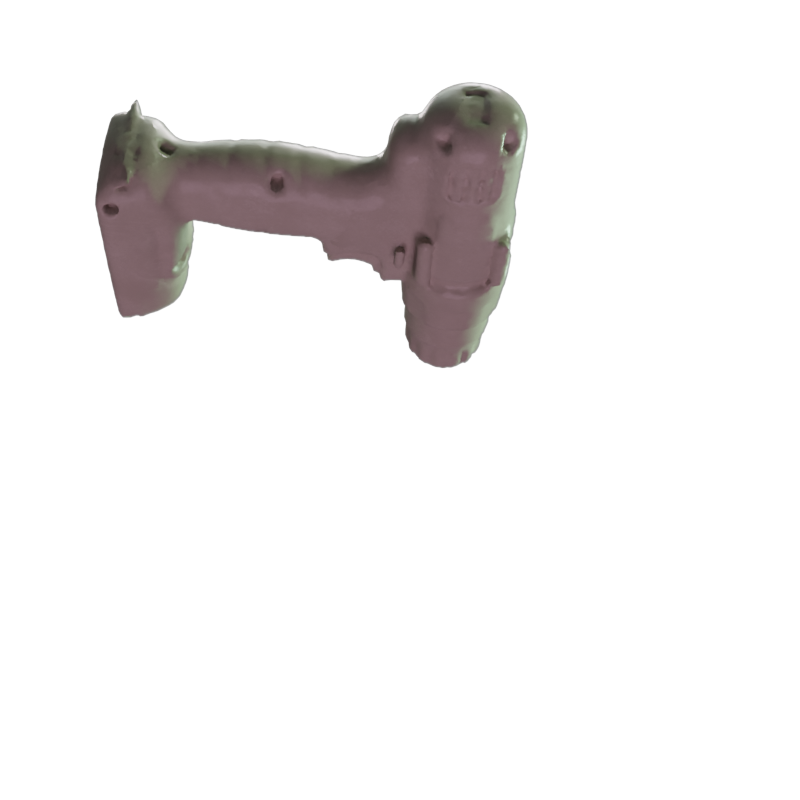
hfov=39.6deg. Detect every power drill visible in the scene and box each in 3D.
[{"bbox_3d":[-0.041,-0.075,0.523,0.187,0.061,0.172,1,-35,-1],"label":"power drill"}]
